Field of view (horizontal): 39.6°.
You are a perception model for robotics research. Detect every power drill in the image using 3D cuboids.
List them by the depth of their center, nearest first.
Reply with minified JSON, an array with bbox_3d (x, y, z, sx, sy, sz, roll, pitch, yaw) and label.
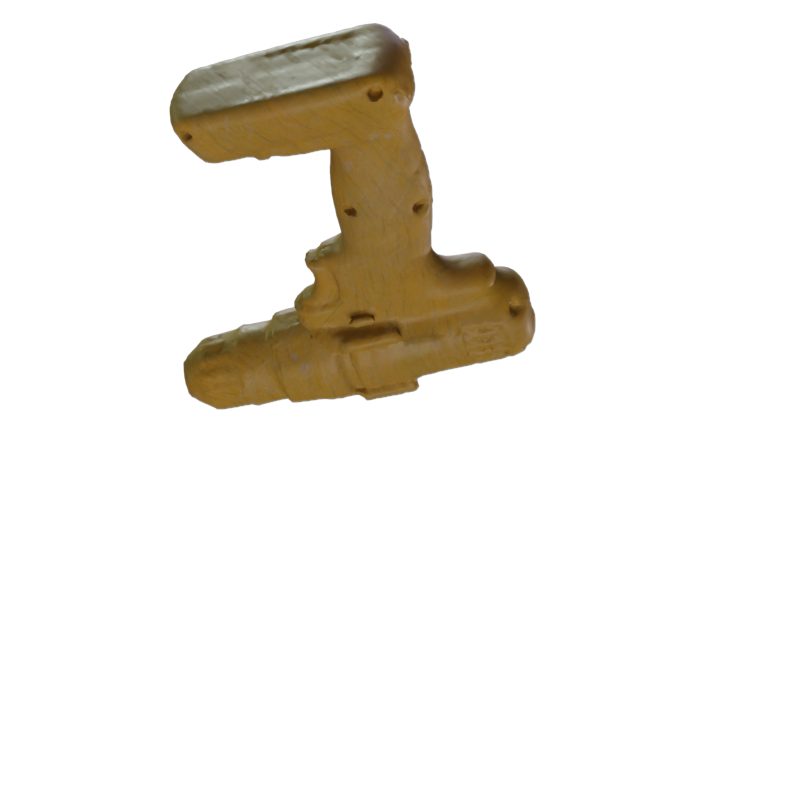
[{"bbox_3d":[-0.041,-0.076,0.529,0.186,0.173,0.062,-12,41,11],"label":"power drill"}]
